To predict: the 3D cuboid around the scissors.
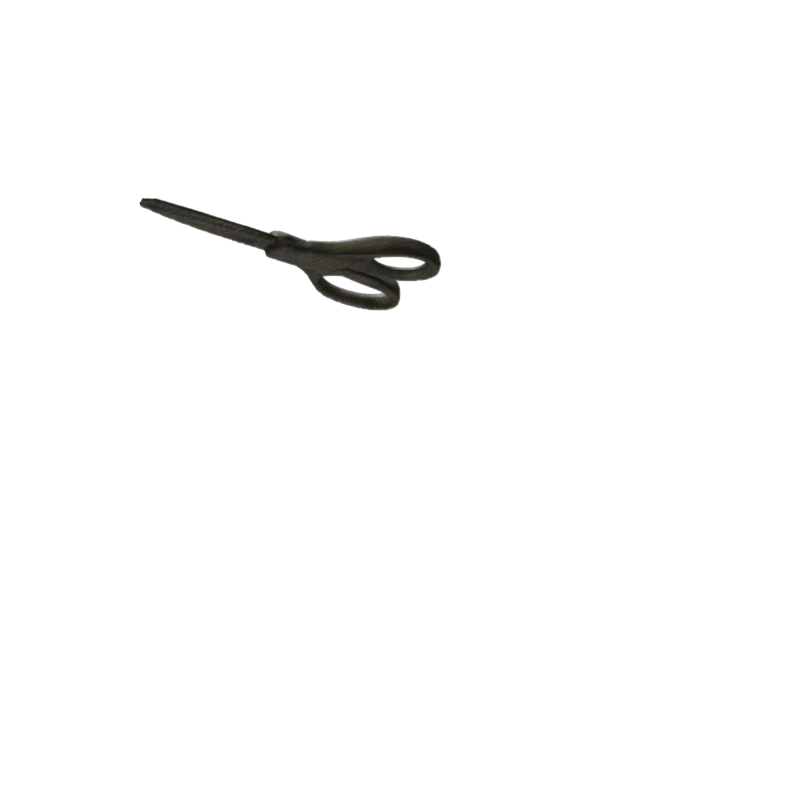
[{"bbox_3d":[-0.053,-0.097,0.678,0.097,0.017,0.188,-15,-26,35],"label":"scissors"}]
